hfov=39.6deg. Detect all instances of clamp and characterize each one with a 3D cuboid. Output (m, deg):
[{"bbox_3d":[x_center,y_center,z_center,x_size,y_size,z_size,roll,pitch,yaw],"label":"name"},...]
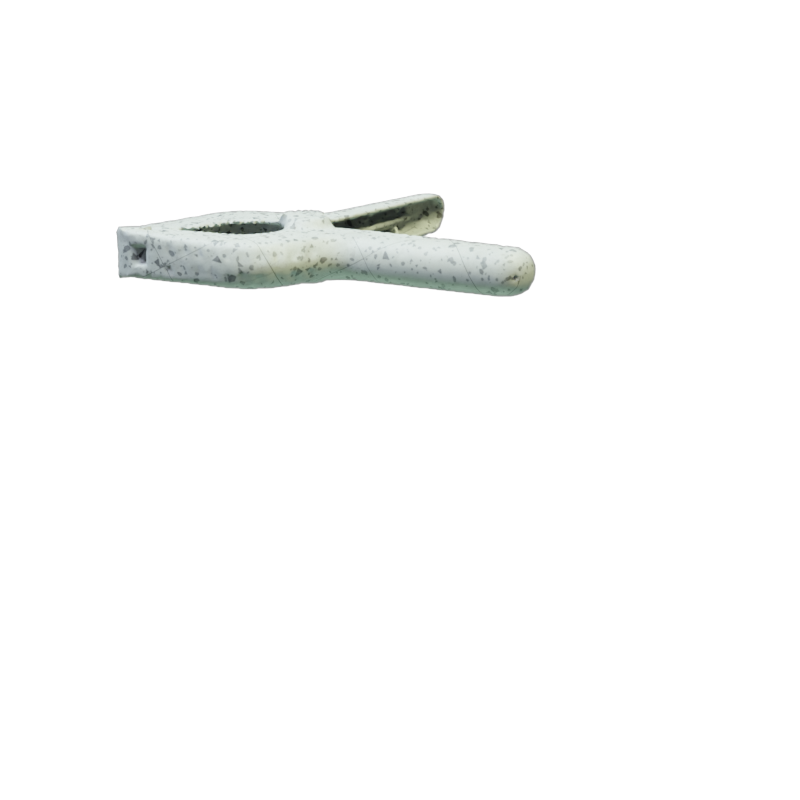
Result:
[{"bbox_3d":[-0.048,-0.087,0.612,0.209,0.035,0.172,-2,20,-5],"label":"clamp"}]
